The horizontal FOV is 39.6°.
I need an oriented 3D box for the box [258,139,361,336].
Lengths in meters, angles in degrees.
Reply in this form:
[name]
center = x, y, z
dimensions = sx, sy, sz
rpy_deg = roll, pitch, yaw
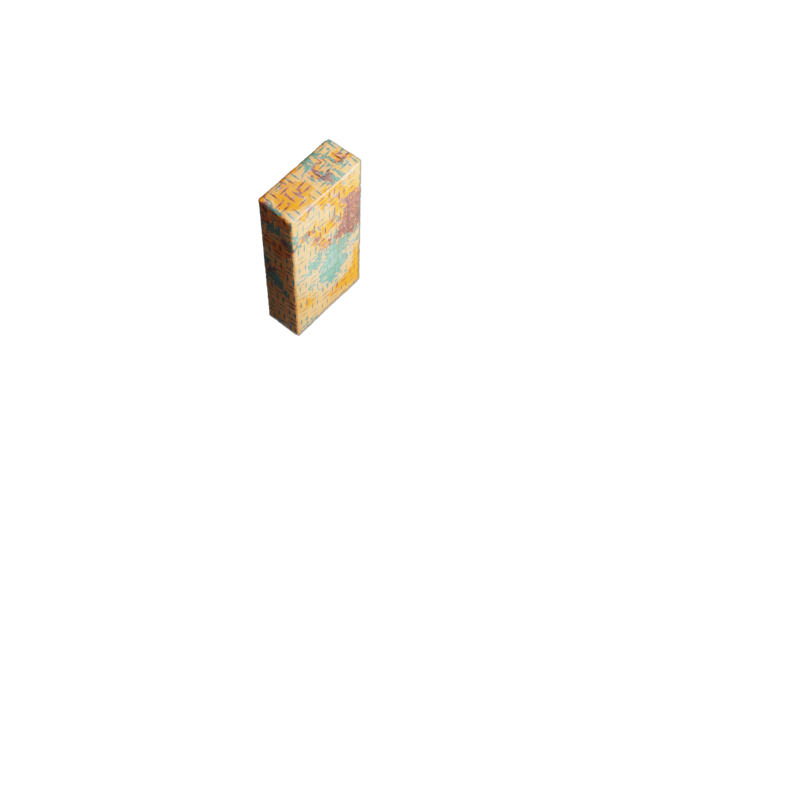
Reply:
[box]
center = -0.078, -0.142, 0.999
dimensions = 0.050, 0.095, 0.165
rpy_deg = 36, -26, 15
